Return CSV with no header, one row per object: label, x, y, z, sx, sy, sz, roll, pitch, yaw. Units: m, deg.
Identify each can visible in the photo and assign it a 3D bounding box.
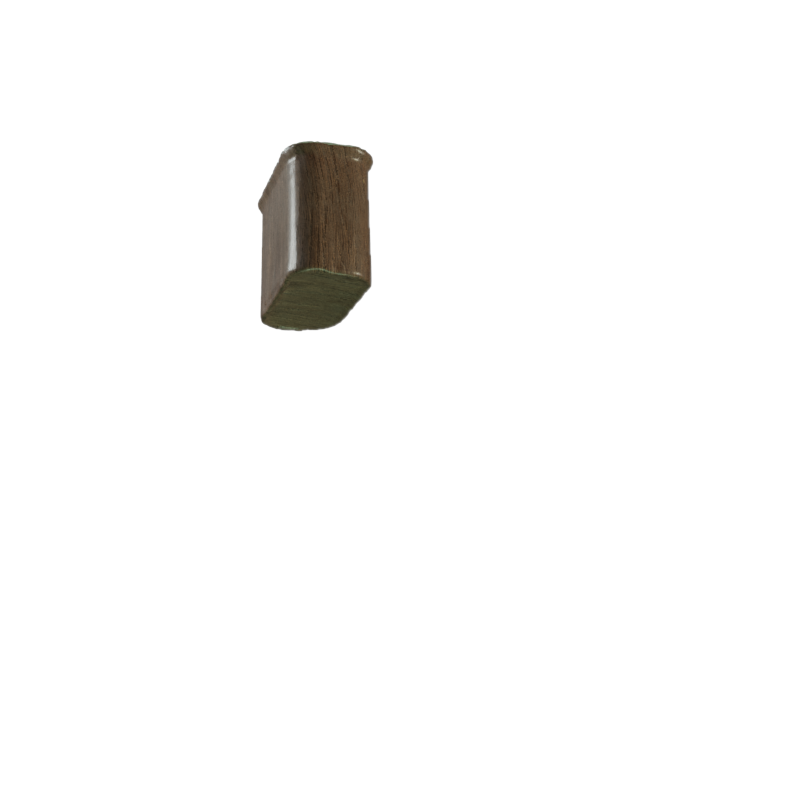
can,-0.053,-0.098,0.683,0.056,0.088,0.099,6,-22,-17
